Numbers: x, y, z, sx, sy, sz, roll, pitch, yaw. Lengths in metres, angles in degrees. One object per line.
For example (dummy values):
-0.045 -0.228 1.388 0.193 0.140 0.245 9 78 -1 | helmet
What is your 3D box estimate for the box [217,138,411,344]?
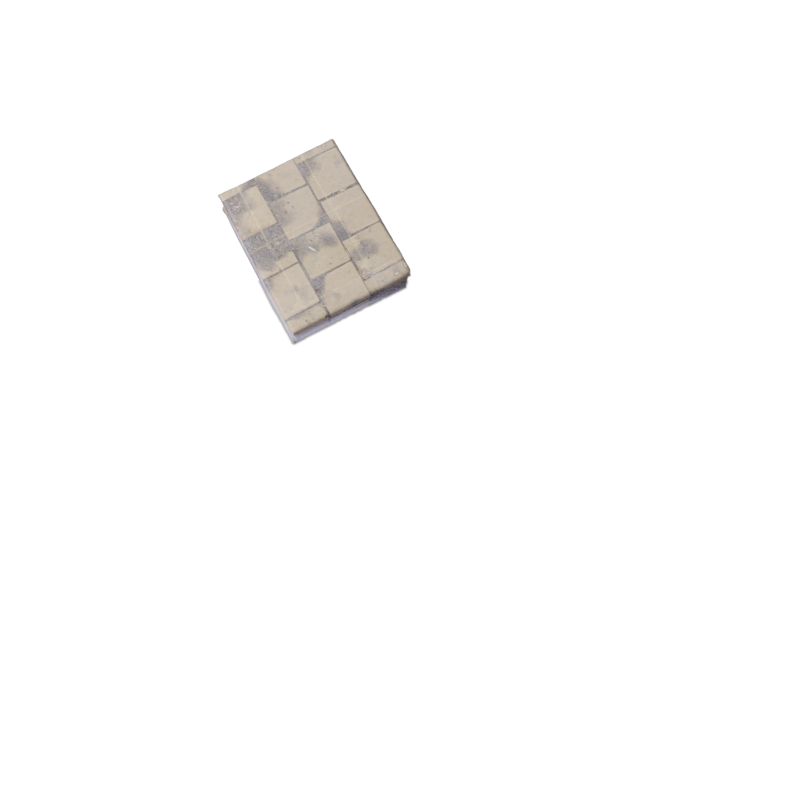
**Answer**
-0.059 -0.108 0.754 0.090 0.119 0.037 -27 -17 -9 | box
